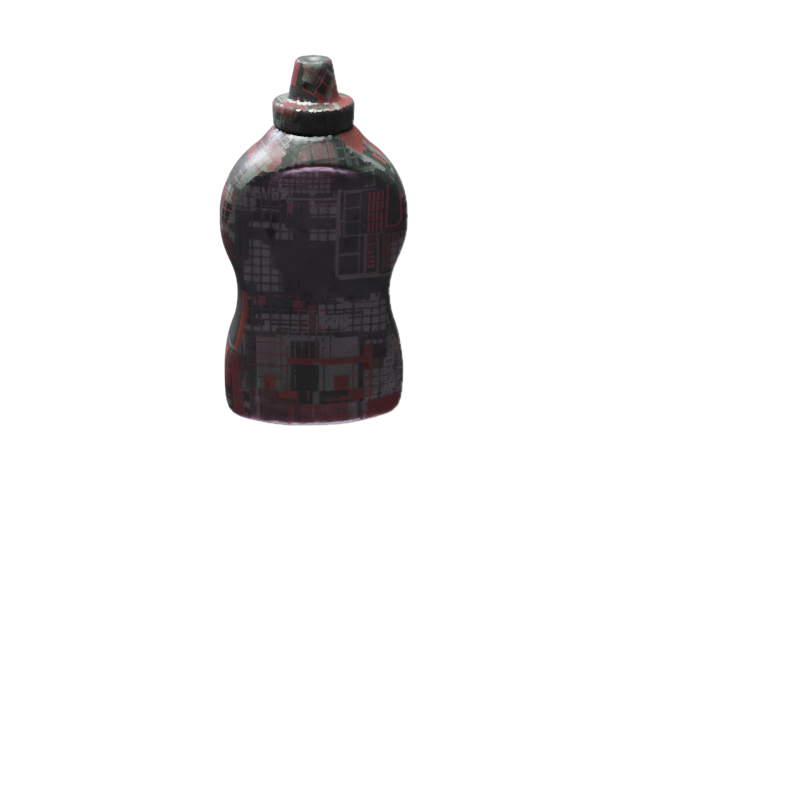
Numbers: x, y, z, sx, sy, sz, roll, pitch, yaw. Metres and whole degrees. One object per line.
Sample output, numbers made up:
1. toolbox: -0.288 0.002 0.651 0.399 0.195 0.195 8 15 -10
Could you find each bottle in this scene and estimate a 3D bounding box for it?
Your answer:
1. bottle: -0.045 -0.082 0.574 0.096 0.182 0.062 0 24 -3
